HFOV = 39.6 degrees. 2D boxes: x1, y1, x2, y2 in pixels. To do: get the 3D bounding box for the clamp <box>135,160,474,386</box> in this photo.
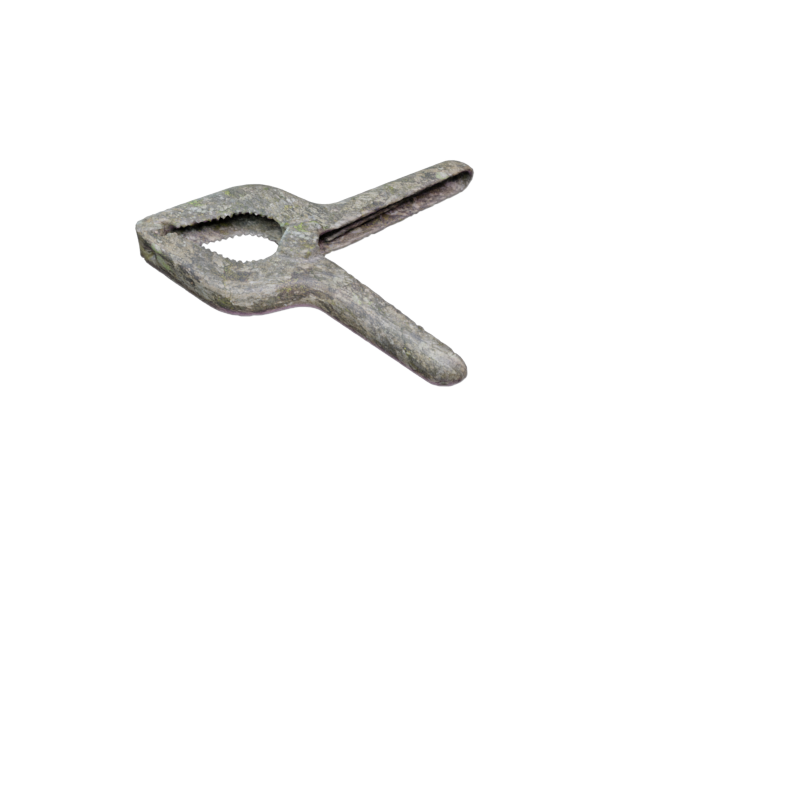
[{"bbox_3d":[-0.053,-0.096,0.674,0.213,0.174,0.034,10,-37,8],"label":"clamp"}]
